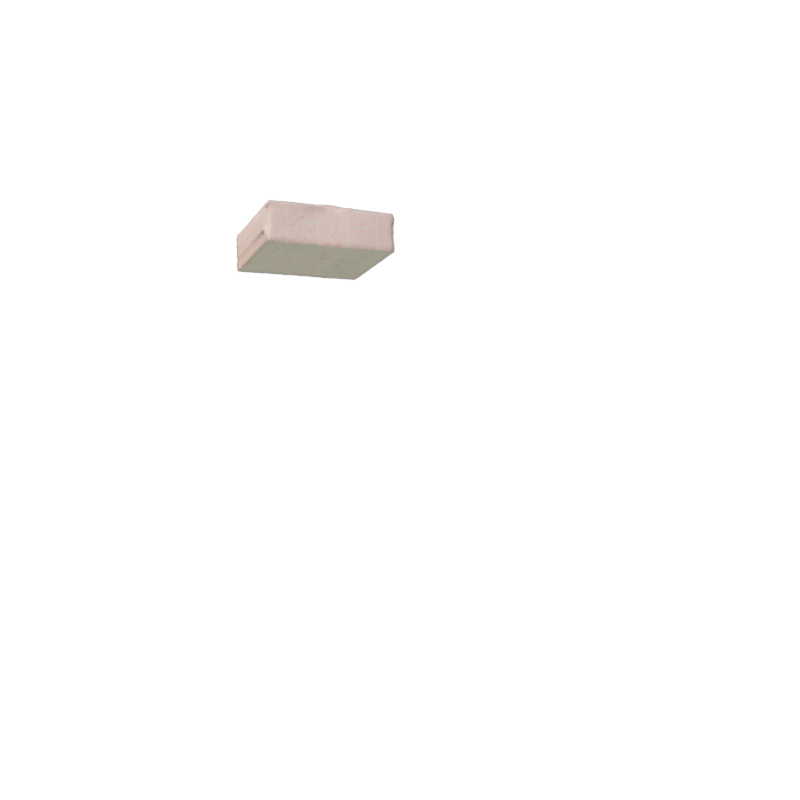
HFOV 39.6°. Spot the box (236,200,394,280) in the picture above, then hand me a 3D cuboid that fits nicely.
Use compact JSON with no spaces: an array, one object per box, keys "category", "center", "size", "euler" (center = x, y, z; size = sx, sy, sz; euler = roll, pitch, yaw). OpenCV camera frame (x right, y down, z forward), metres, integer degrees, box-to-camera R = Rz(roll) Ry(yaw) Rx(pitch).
[{"category":"box","center":[-0.058,-0.105,0.737],"size":[0.087,0.031,0.073],"euler":[4,-12,-20]}]
